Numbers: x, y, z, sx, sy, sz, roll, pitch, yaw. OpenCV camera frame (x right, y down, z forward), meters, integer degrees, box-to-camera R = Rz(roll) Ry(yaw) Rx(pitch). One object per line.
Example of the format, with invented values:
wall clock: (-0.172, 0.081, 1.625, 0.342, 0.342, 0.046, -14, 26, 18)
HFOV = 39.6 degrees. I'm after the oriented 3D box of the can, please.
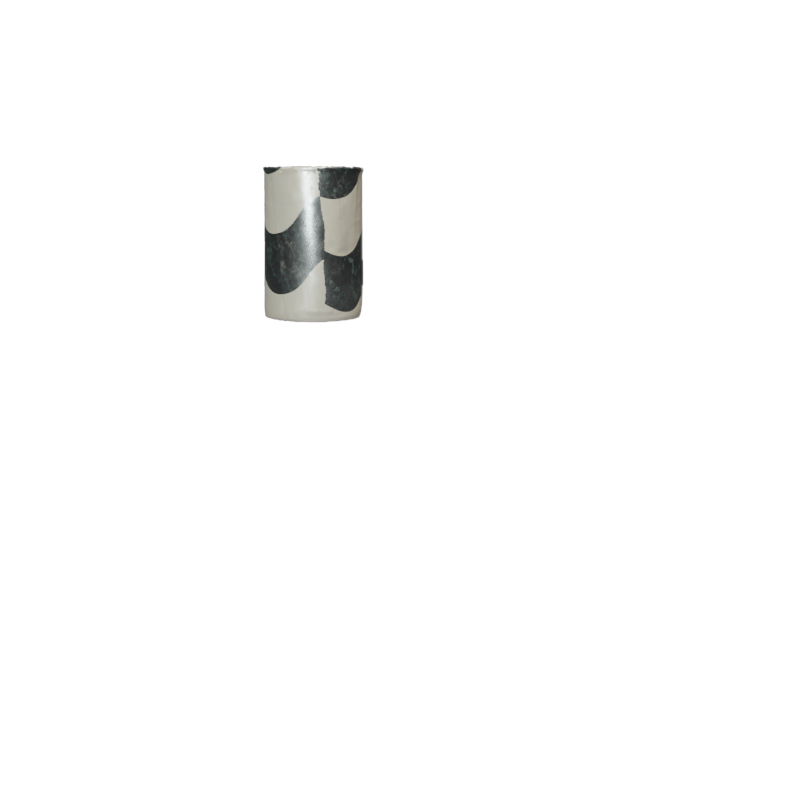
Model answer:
can: (-0.059, -0.108, 0.754, 0.068, 0.101, 0.070, 0, 6, -2)
